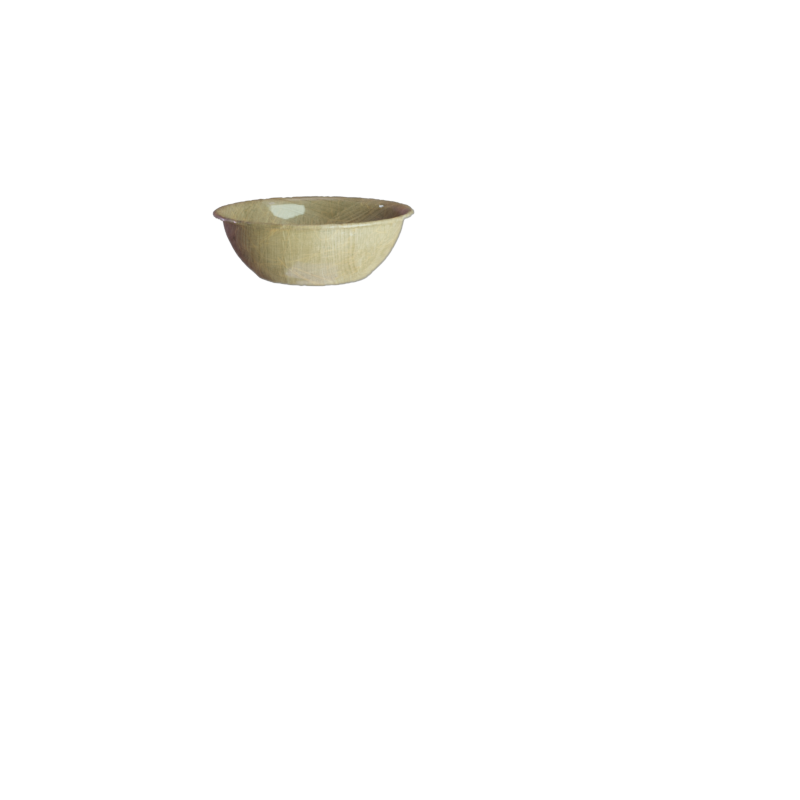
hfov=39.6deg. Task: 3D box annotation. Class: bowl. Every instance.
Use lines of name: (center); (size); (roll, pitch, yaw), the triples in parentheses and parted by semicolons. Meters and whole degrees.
bowl: (-0.070, -0.128, 0.896); (0.162, 0.053, 0.168); (-1, 17, -2)
